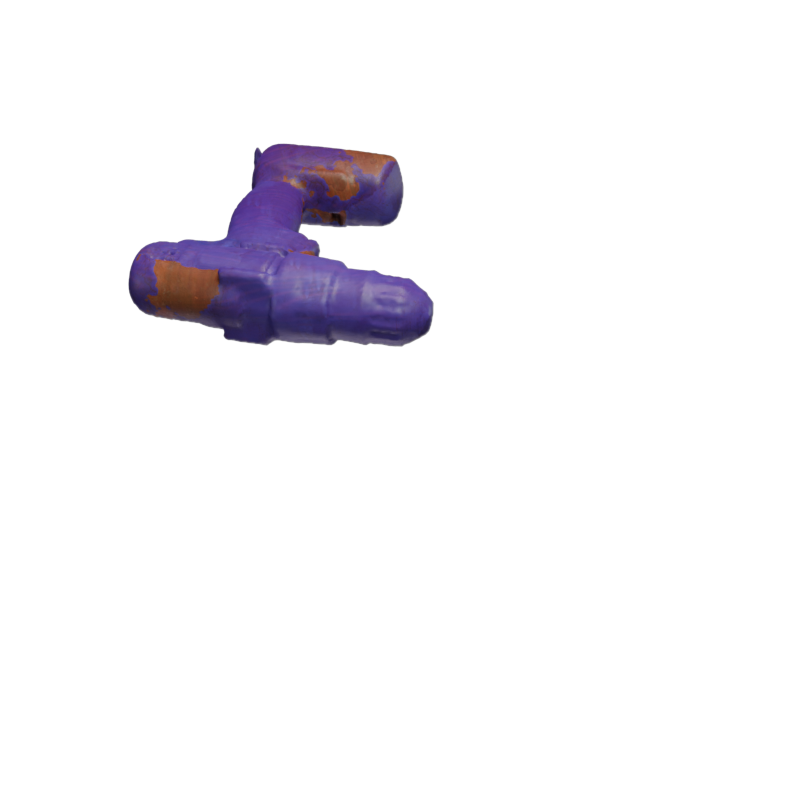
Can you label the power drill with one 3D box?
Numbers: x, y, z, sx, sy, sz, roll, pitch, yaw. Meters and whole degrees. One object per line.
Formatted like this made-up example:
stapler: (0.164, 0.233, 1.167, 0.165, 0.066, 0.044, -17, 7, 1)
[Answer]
power drill: (-0.055, -0.101, 0.706, 0.189, 0.054, 0.195, 9, 34, 13)
